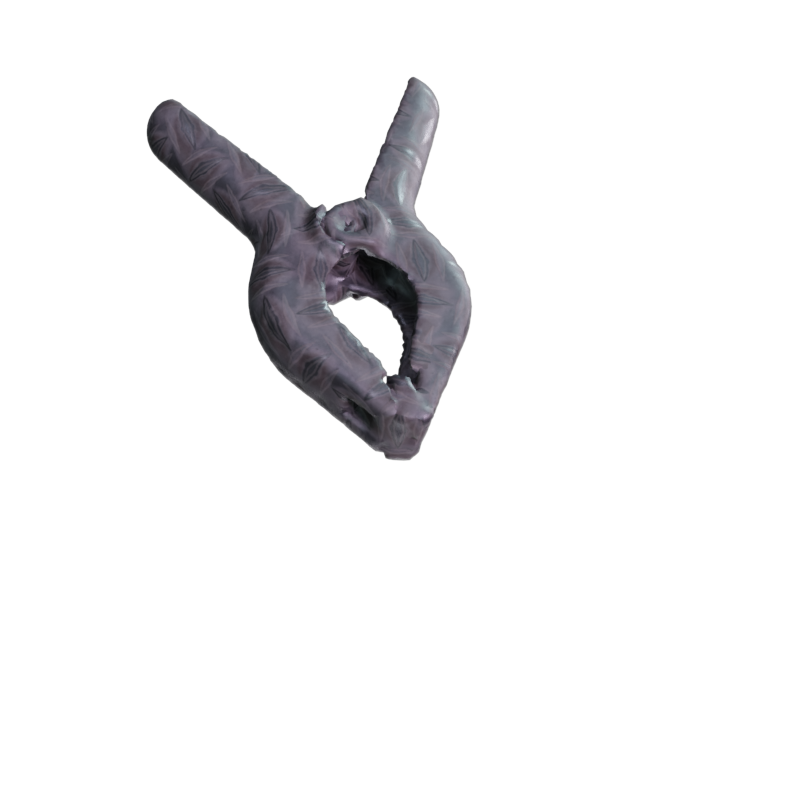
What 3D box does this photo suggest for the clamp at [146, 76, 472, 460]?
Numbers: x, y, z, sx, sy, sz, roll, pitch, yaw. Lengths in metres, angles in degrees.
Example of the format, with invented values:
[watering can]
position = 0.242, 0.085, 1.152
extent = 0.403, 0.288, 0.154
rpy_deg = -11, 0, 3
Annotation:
[clamp]
position = -0.032, -0.058, 0.410
extent = 0.119, 0.185, 0.036
rpy_deg = -6, -39, -5
